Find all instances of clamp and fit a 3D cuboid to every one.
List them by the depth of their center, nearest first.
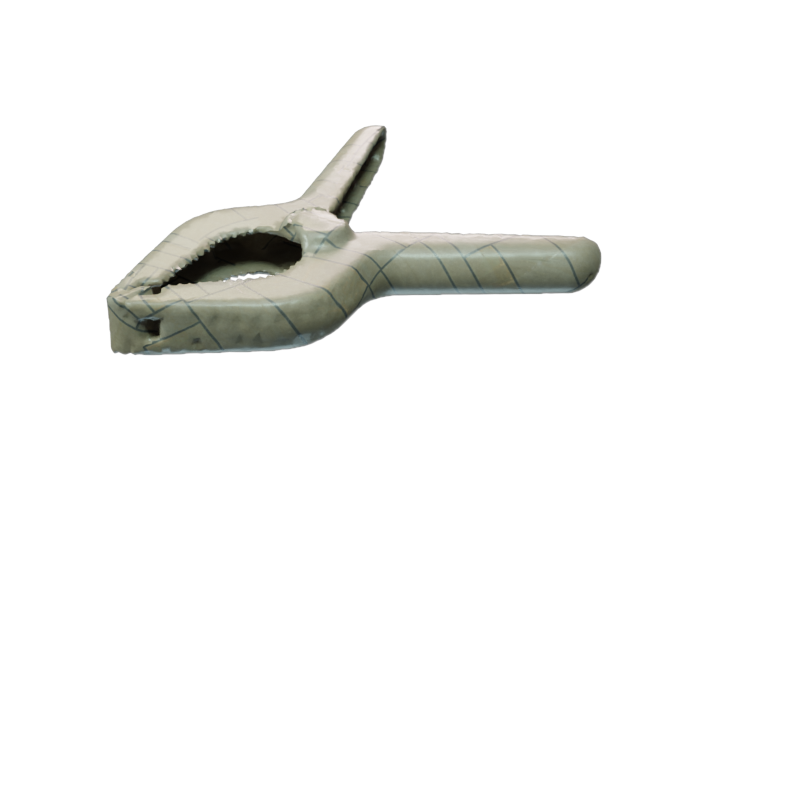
[{"bbox_3d":[-0.040,-0.072,0.506,0.207,0.034,0.178,-19,39,-25],"label":"clamp"}]
